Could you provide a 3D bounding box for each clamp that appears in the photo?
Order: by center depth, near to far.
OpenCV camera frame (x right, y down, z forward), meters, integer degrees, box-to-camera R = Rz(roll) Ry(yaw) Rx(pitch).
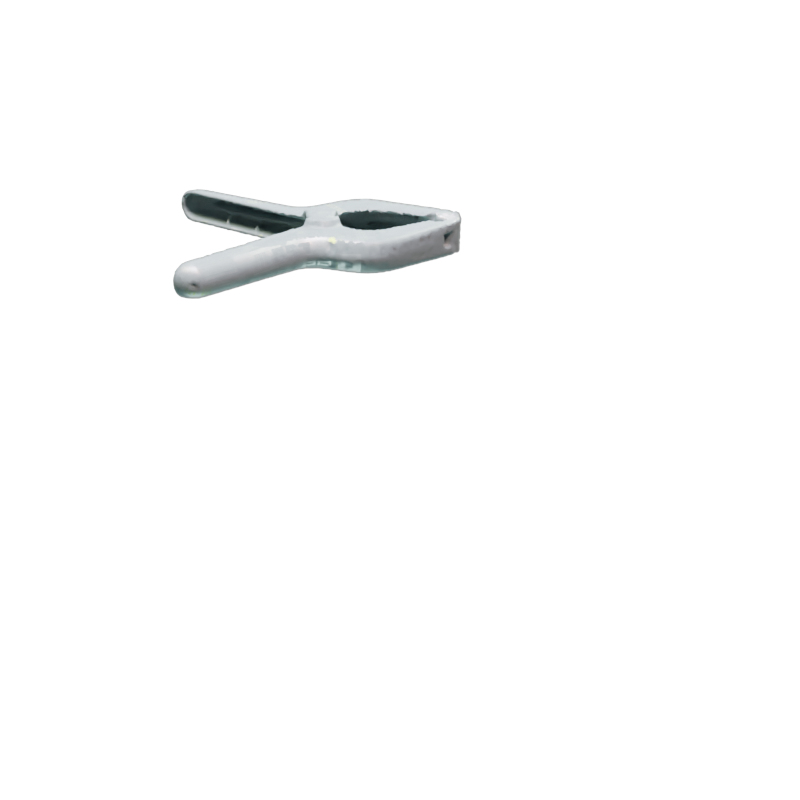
[{"bbox_3d":[-0.061,-0.112,0.783,0.210,0.034,0.174,1,29,1],"label":"clamp"}]
